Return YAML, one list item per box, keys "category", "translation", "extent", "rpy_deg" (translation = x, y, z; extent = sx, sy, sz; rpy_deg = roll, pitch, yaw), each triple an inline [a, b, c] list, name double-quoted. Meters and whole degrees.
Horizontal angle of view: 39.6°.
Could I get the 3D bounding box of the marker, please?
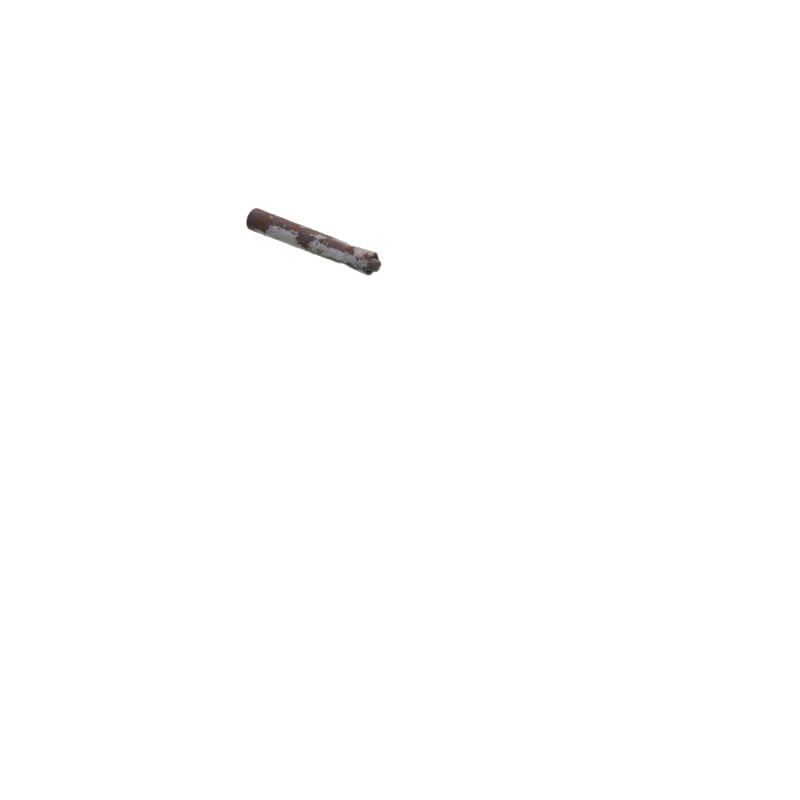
- category: "marker"
  translation: [-0.067, -0.123, 0.860]
  extent: [0.128, 0.019, 0.019]
  rpy_deg: [24, 15, 29]
